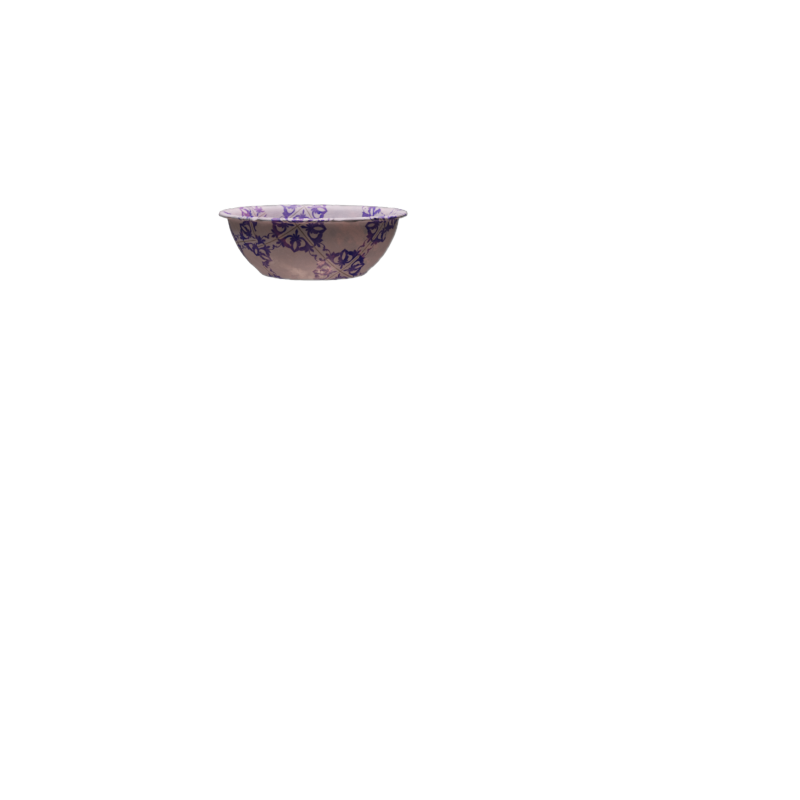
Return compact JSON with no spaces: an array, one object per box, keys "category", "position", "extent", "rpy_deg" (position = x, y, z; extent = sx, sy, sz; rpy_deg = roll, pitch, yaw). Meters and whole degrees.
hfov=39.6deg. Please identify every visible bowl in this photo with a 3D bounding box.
[{"category":"bowl","position":[-0.074,-0.136,0.951],"extent":[0.162,0.054,0.166],"rpy_deg":[0,14,-2]}]
